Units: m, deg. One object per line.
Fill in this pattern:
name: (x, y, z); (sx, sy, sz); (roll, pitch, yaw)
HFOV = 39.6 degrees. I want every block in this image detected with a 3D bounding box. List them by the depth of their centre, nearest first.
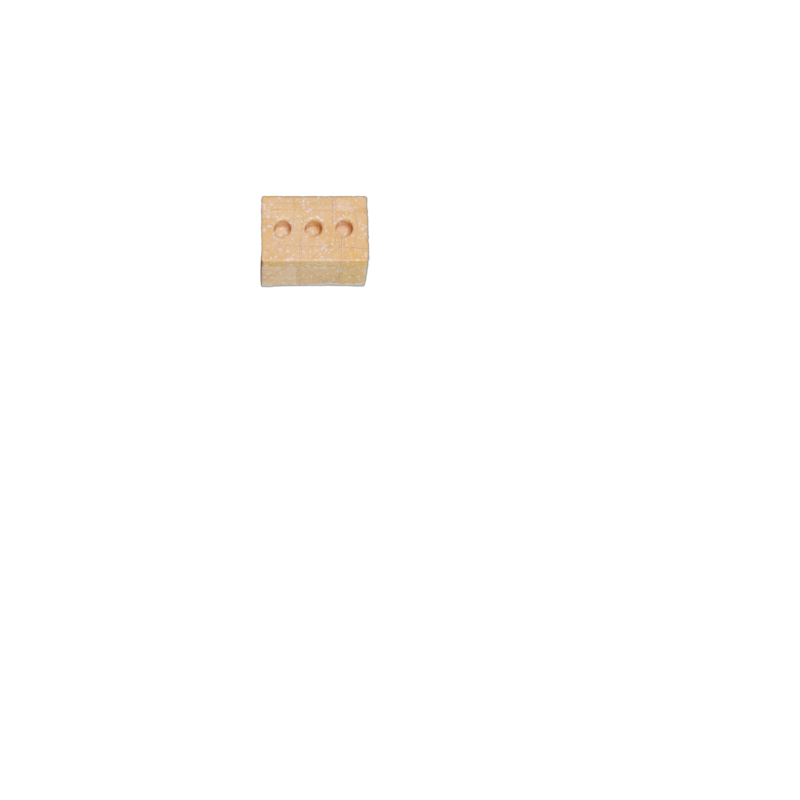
block: (-0.063, -0.114, 0.802); (0.078, 0.055, 0.049); (-1, -20, -2)
